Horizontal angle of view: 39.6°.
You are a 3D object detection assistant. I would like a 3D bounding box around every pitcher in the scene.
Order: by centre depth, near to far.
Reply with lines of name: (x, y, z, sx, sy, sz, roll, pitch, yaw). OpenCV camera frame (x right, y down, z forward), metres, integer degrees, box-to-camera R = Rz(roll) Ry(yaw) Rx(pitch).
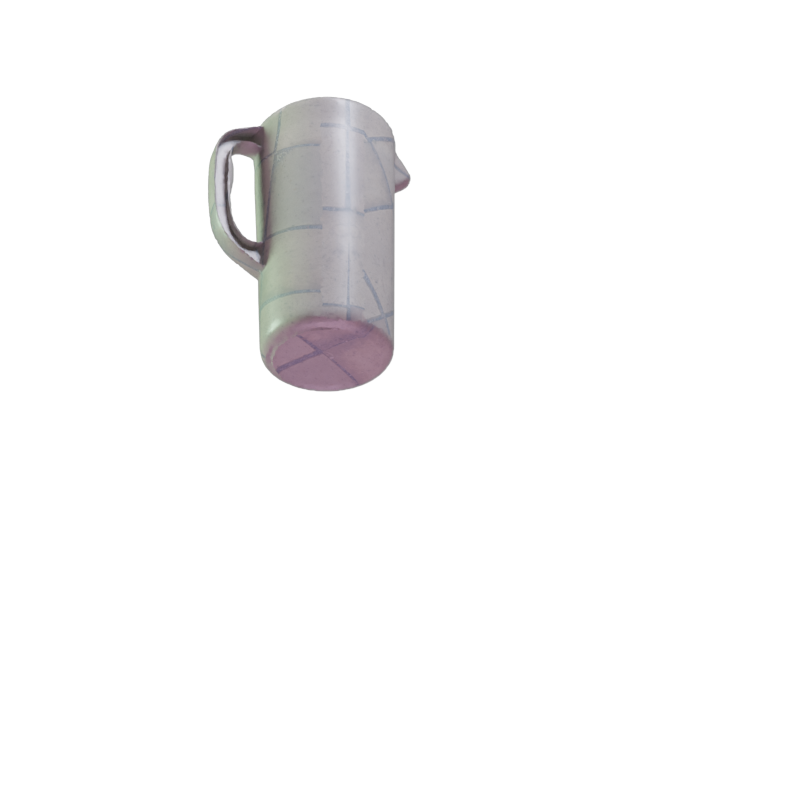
pitcher: (-0.075, -0.136, 0.954, 0.151, 0.260, 0.134, -16, -38, 17)
